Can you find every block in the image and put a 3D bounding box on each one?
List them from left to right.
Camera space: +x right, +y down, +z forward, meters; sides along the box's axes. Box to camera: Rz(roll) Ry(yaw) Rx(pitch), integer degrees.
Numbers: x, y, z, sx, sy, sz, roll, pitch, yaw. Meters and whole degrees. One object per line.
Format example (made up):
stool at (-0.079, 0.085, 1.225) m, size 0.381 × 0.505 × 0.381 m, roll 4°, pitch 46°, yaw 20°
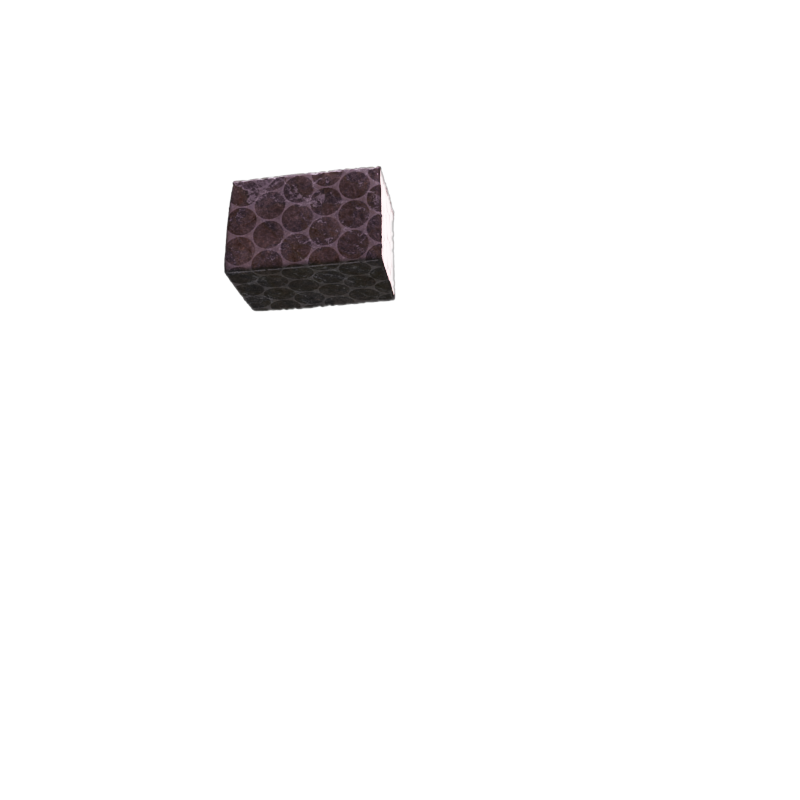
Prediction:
block at (-0.044, -0.080, 0.558) m, size 0.079 × 0.054 × 0.049 m, roll -4°, pitch -23°, yaw 9°
